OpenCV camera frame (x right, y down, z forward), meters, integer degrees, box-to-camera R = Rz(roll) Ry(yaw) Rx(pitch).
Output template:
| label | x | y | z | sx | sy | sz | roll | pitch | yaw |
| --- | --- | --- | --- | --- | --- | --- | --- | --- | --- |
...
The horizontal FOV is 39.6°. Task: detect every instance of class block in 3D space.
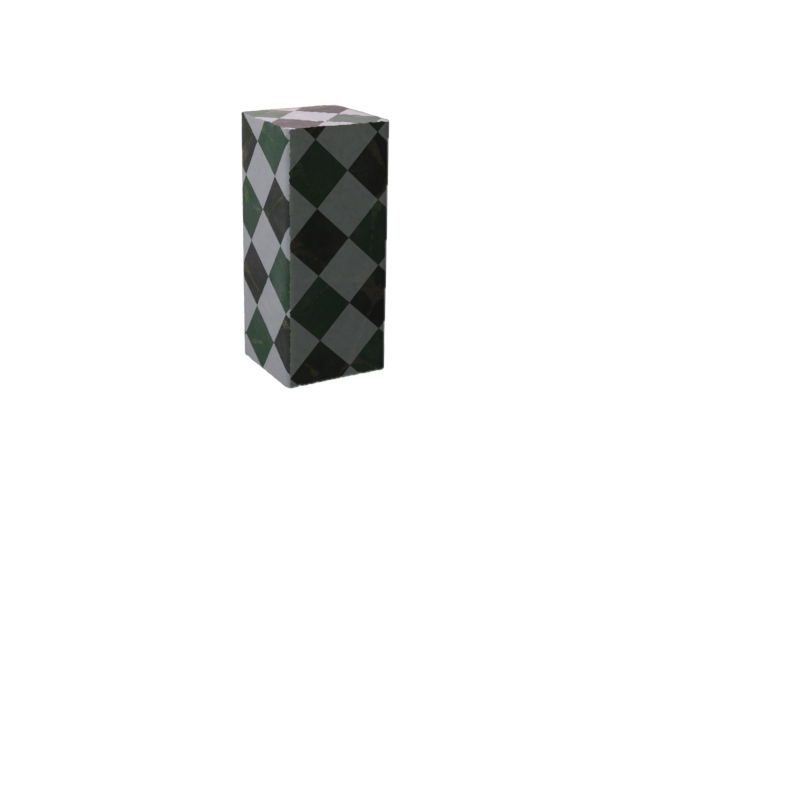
| label | x | y | z | sx | sy | sz | roll | pitch | yaw |
| --- | --- | --- | --- | --- | --- | --- | --- | --- | --- |
| block | -0.070 | -0.128 | 0.896 | 0.089 | 0.198 | 0.096 | -9 | 21 | -29 |
